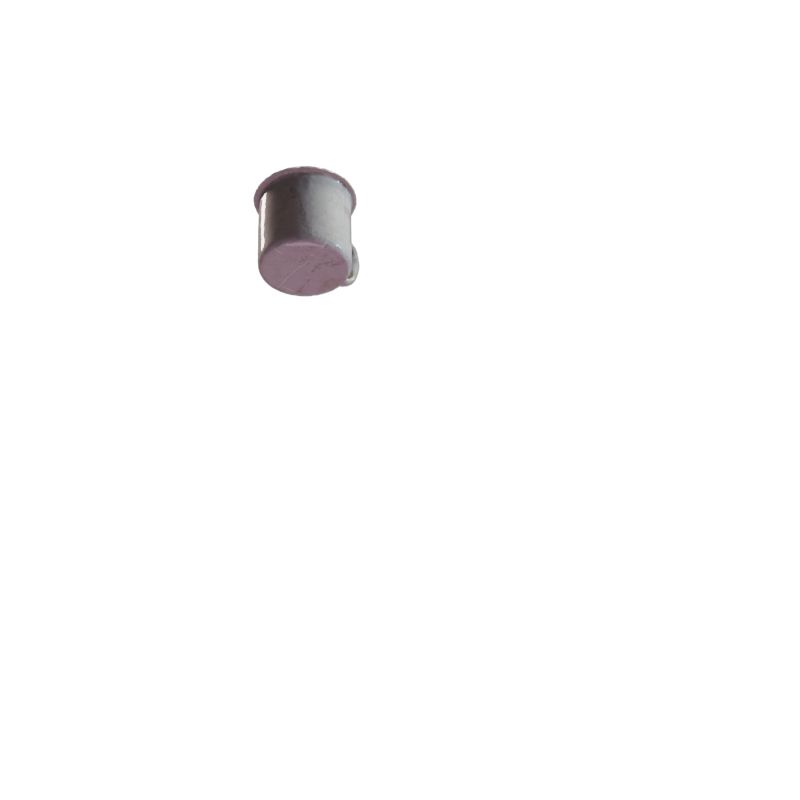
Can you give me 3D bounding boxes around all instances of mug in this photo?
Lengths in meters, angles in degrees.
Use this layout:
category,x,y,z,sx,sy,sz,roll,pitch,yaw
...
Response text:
category,x,y,z,sx,sy,sz,roll,pitch,yaw
mug,-0.077,-0.141,0.985,0.094,0.087,0.109,-24,-41,28
